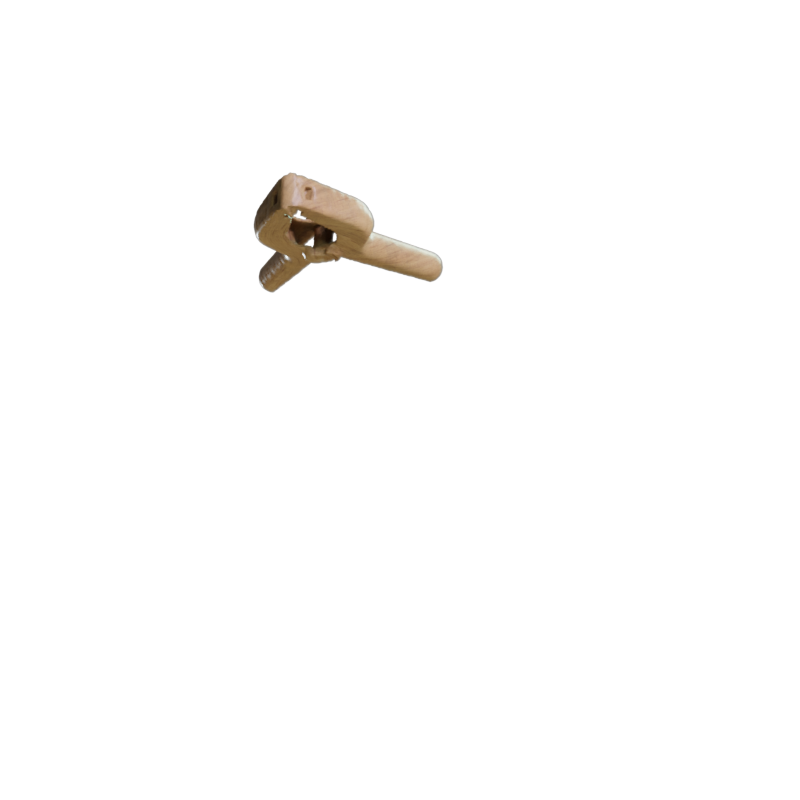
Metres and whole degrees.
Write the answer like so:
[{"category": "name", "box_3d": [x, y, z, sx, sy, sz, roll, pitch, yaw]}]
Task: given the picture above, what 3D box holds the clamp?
[{"category": "clamp", "box_3d": [-0.071, -0.129, 0.904, 0.168, 0.038, 0.198, -5, -14, 19]}]
